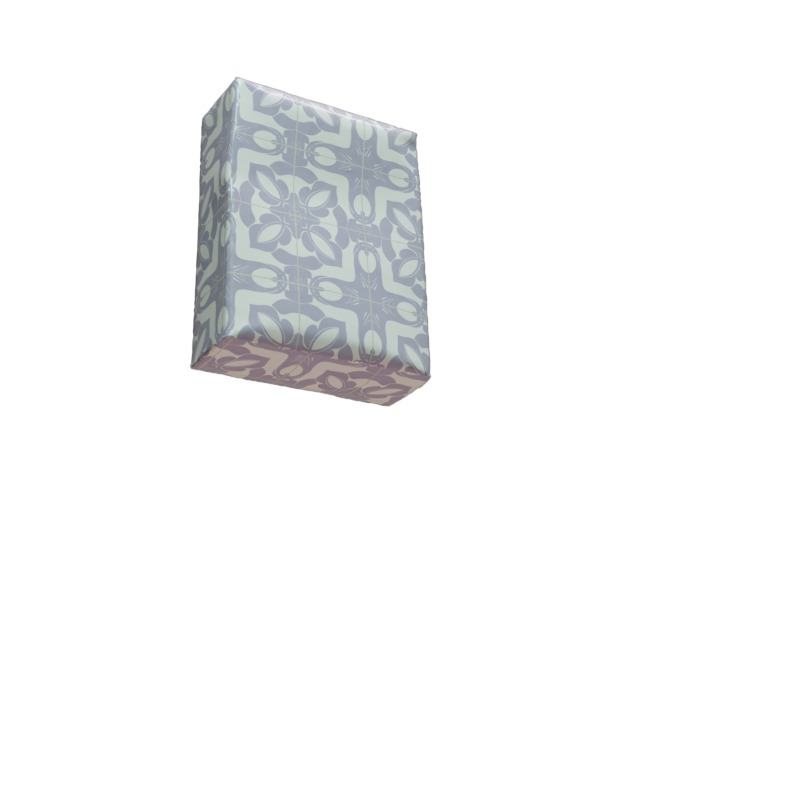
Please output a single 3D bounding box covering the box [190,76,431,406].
[{"bbox_3d":[-0.064,-0.117,0.817,0.157,0.227,0.071,12,-30,-26],"label":"box"}]
